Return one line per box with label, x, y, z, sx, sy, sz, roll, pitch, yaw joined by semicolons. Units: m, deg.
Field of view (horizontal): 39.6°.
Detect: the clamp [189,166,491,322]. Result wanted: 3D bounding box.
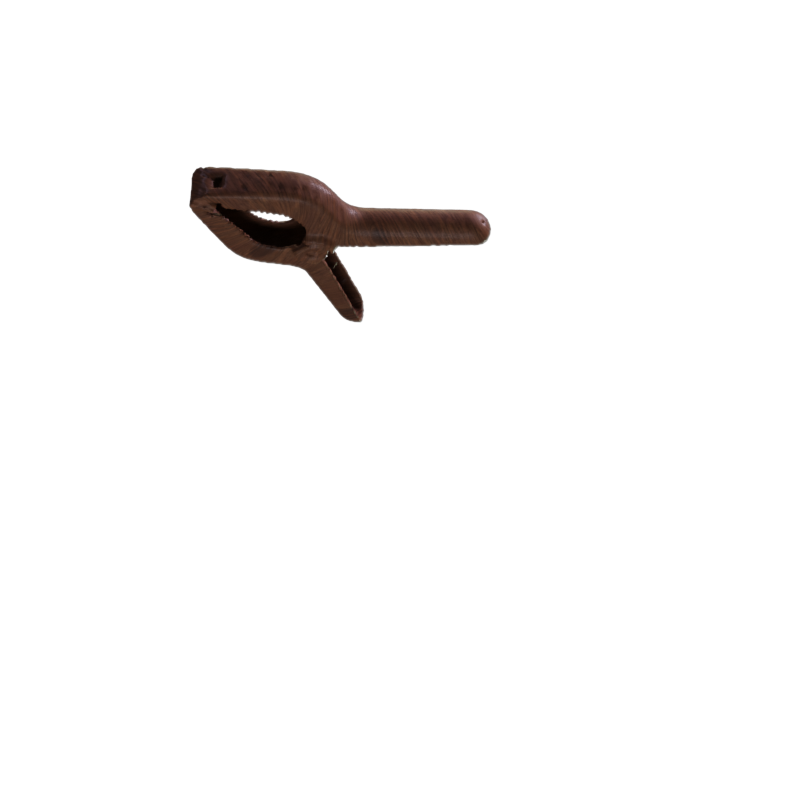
clamp;-0.064;-0.116;0.812;0.201;0.039;0.161;14;-31;-26
